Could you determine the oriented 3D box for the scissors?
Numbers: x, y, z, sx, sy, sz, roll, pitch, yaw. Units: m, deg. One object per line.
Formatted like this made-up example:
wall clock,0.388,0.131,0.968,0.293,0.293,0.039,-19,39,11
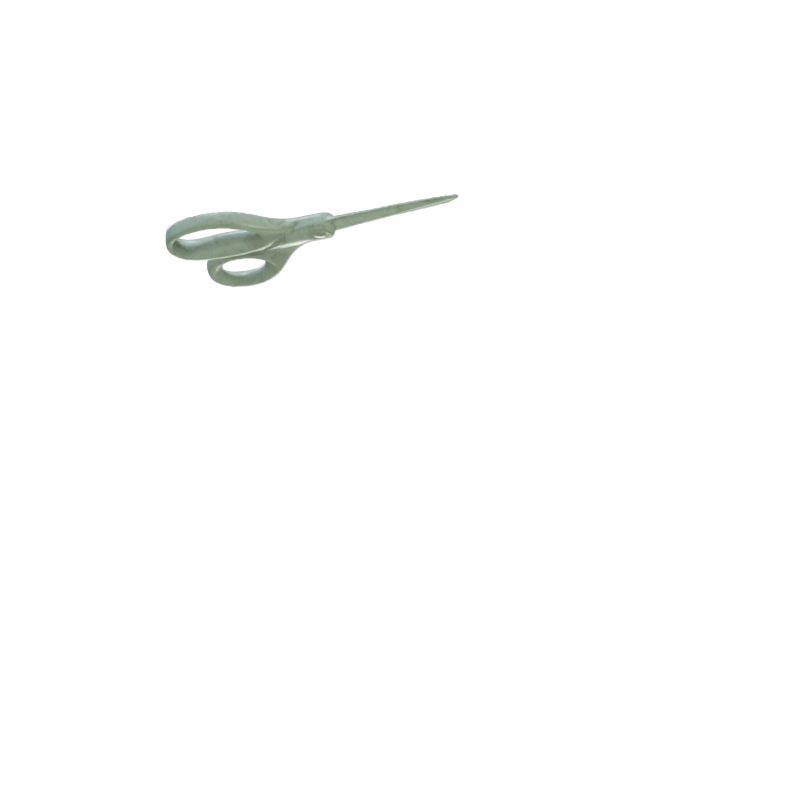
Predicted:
scissors,-0.060,-0.110,0.768,0.203,0.017,0.090,-3,-24,6
